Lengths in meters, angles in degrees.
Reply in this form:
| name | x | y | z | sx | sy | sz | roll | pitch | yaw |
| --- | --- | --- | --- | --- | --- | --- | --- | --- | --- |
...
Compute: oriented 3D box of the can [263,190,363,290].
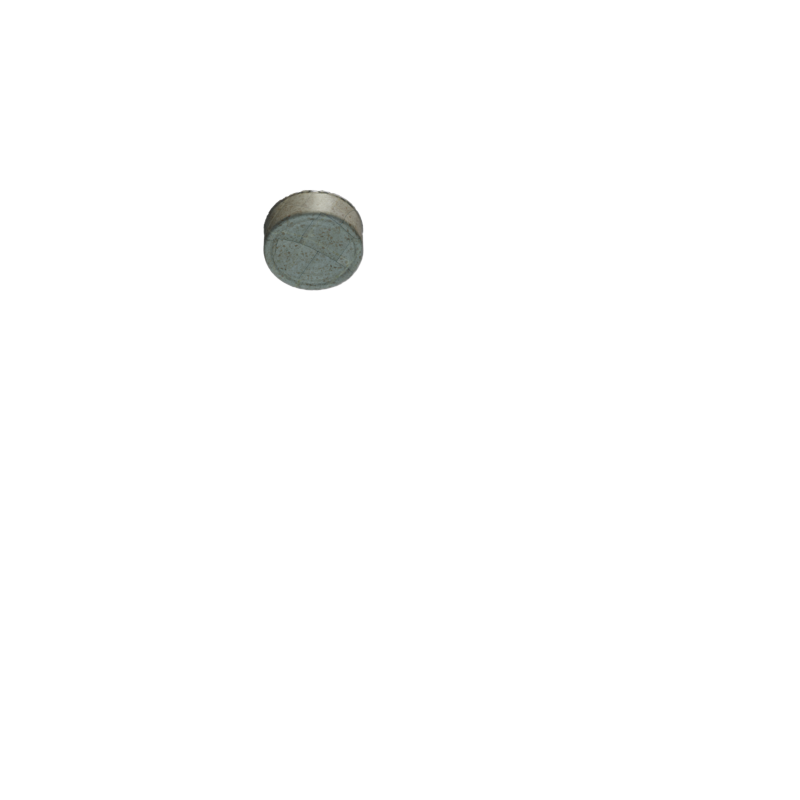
| name | x | y | z | sx | sy | sz | roll | pitch | yaw |
| --- | --- | --- | --- | --- | --- | --- | --- | --- | --- |
| can | -0.074 | -0.134 | 0.941 | 0.086 | 0.080 | 0.036 | 1 | 42 | -1 |
